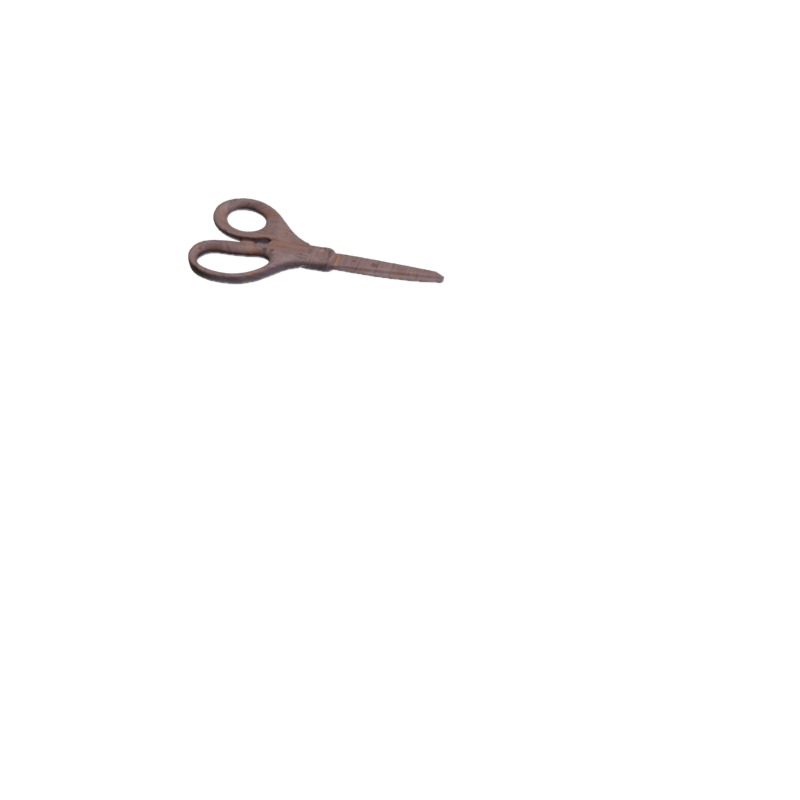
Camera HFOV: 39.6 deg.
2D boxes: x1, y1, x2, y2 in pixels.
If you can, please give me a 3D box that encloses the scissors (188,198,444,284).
[{"bbox_3d":[-0.070,-0.129,0.900,0.201,0.103,0.015,-3,-39,-2],"label":"scissors"}]
